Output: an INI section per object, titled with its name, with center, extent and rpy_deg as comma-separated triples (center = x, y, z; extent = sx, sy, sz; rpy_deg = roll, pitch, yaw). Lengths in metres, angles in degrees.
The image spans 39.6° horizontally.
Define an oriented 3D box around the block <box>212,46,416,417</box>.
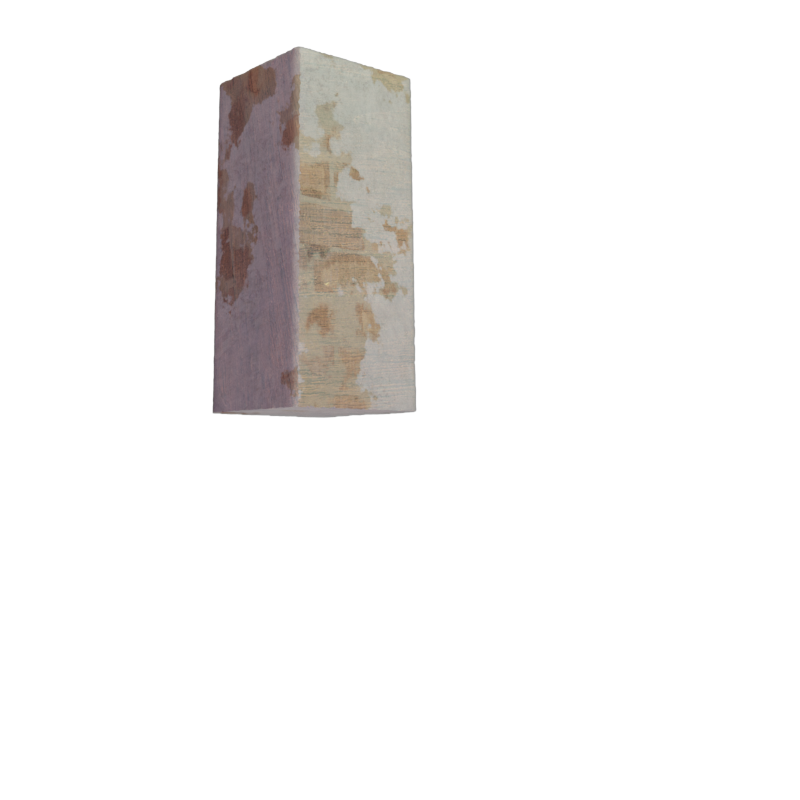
[block]
center = -0.053, -0.096, 0.675
extent = 0.086, 0.212, 0.092
rpy_deg = 8, -13, -39
